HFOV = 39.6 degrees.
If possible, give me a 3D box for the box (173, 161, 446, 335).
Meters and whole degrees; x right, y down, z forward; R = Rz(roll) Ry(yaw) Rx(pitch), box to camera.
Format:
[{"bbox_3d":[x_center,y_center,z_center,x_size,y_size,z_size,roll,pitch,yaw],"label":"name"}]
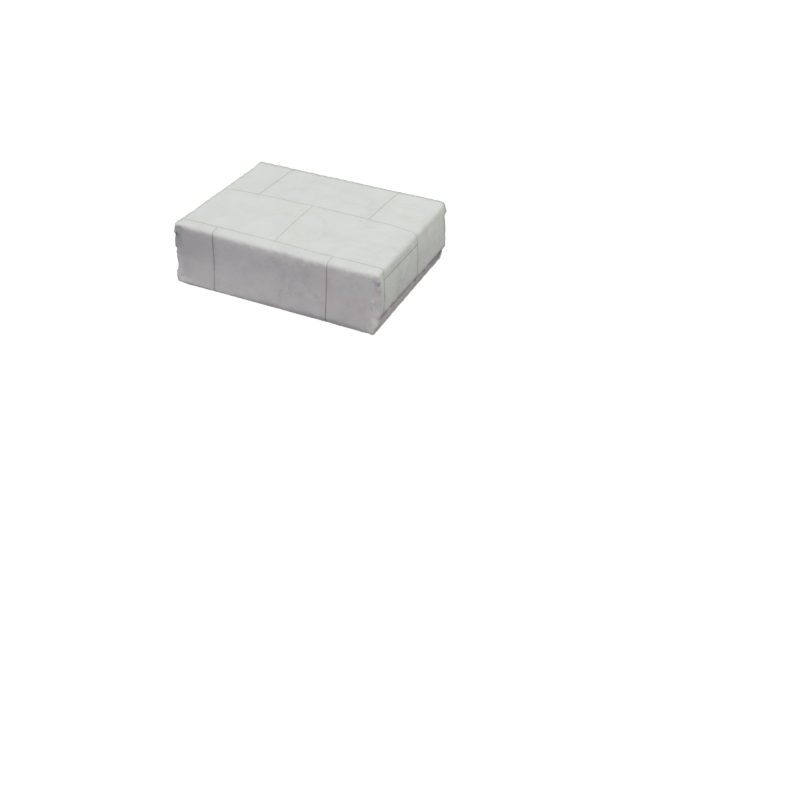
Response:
[{"bbox_3d":[-0.044,-0.081,0.565,0.118,0.037,0.092,14,34,21],"label":"box"}]
